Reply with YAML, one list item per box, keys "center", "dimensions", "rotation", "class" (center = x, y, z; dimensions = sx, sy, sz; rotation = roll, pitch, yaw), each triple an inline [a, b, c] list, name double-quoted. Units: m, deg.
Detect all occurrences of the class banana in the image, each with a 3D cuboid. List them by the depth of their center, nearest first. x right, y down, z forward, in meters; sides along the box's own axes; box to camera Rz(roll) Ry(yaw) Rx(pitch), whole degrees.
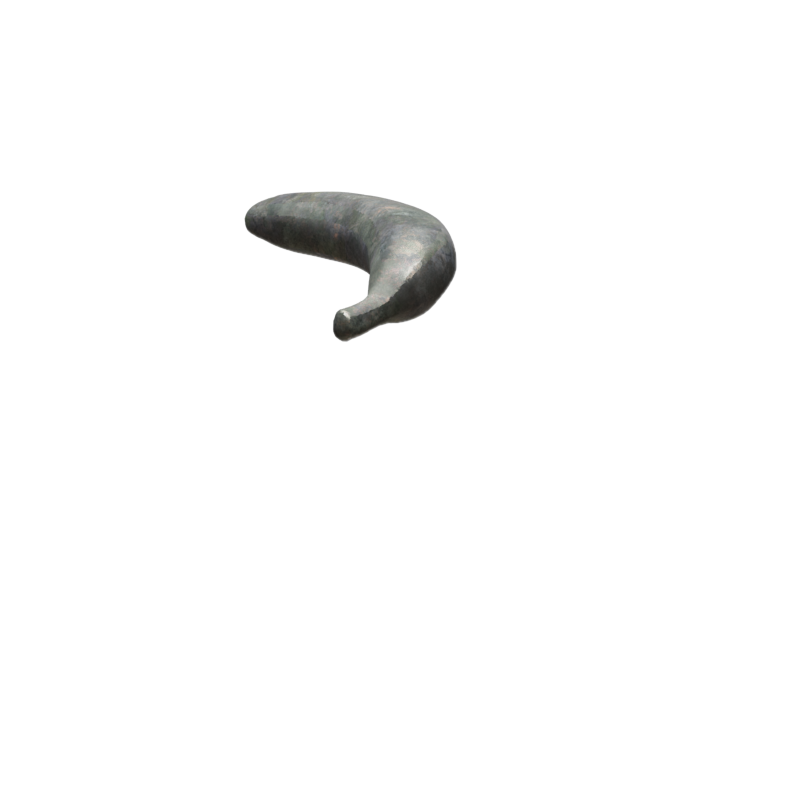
- center: [-0.021, -0.072, 0.503]
  dimensions: [0.068, 0.035, 0.208]
  rotation: [-5, 19, -16]
  class: "banana"
